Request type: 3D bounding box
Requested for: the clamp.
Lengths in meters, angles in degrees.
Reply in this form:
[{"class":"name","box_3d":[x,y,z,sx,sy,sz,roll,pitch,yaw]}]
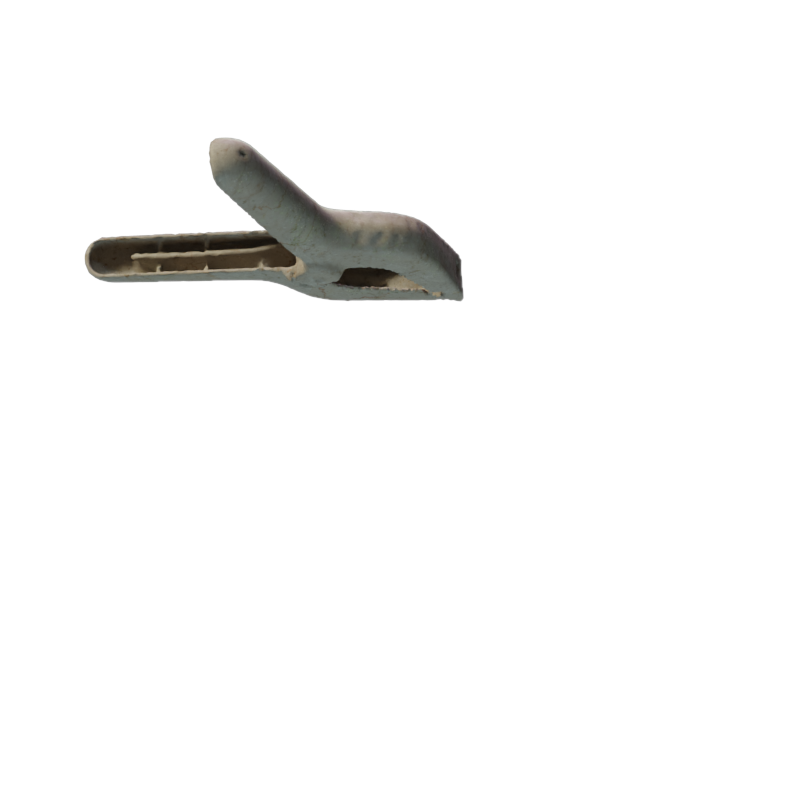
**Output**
[{"class":"clamp","box_3d":[-0.046,-0.085,0.593,0.202,0.038,0.164,6,-15,-26]}]
